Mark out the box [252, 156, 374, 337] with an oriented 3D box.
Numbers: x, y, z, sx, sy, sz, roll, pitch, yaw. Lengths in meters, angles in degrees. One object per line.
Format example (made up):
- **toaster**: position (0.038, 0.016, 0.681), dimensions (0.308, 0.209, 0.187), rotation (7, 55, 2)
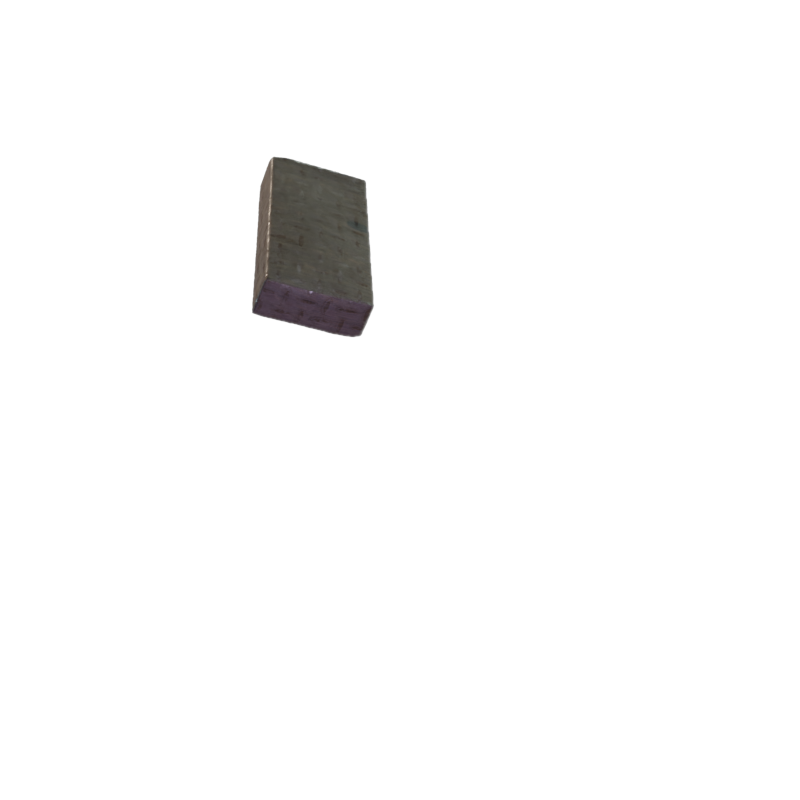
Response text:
- **box**: position (-0.074, -0.135, 0.944), dimensions (0.091, 0.189, 0.046), rotation (12, -47, -15)
